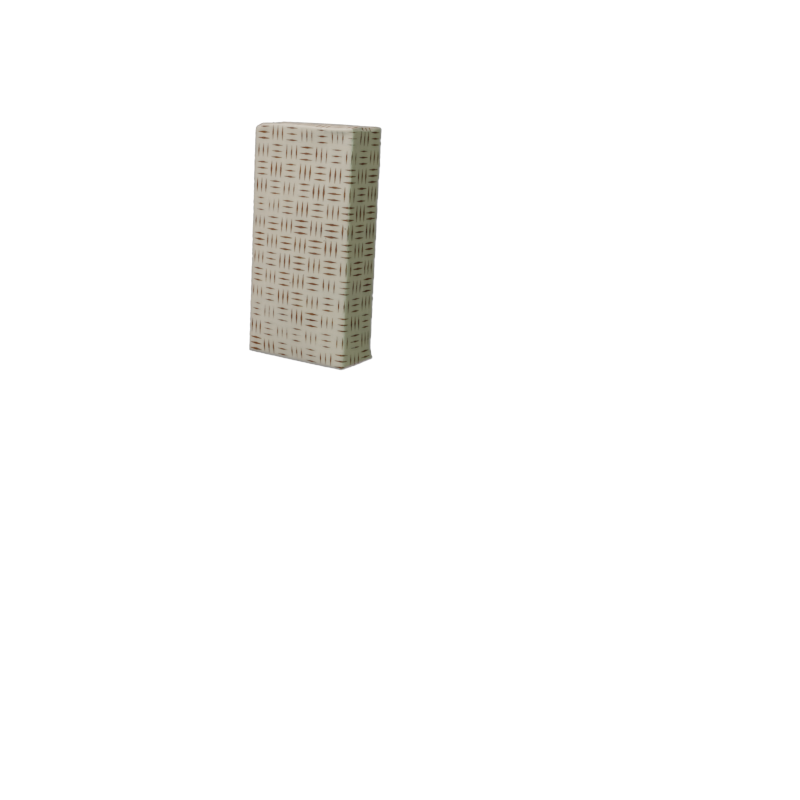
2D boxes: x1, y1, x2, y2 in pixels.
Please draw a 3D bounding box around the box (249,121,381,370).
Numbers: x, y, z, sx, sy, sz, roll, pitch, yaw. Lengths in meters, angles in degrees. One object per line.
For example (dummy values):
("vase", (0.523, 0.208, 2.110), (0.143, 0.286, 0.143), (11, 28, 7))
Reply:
("box", (-0.065, -0.118, 0.830), (0.098, 0.172, 0.047), (8, 13, 34))
